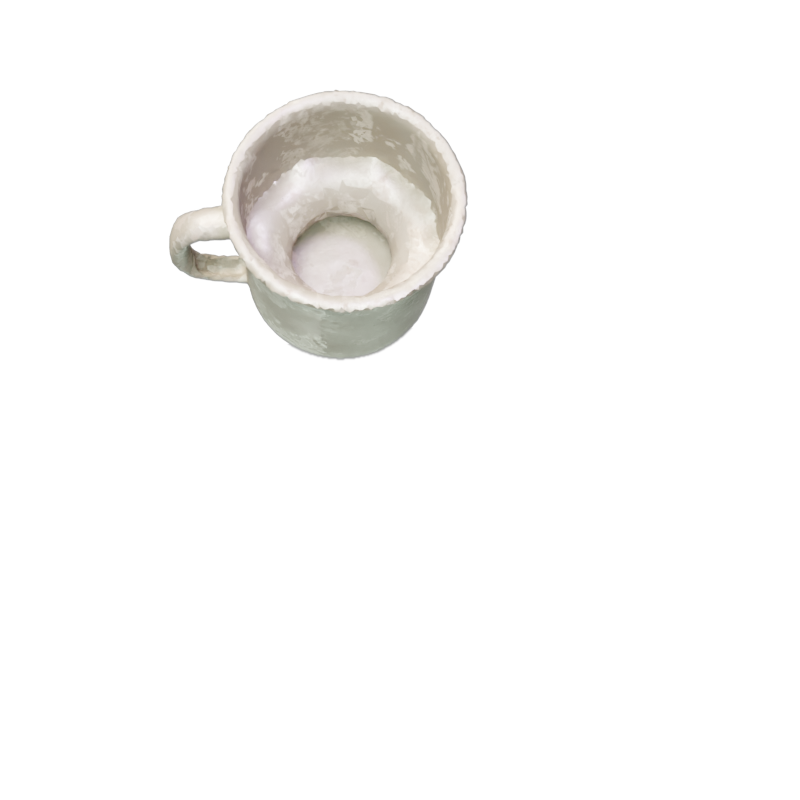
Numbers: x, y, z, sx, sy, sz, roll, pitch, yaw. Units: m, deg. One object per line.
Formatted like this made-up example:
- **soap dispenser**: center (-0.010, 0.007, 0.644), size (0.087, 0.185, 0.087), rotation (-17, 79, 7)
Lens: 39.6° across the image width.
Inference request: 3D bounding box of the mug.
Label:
- **mug**: center (-0.036, -0.065, 0.454), size (0.117, 0.098, 0.078), rotation (-7, -20, -4)
